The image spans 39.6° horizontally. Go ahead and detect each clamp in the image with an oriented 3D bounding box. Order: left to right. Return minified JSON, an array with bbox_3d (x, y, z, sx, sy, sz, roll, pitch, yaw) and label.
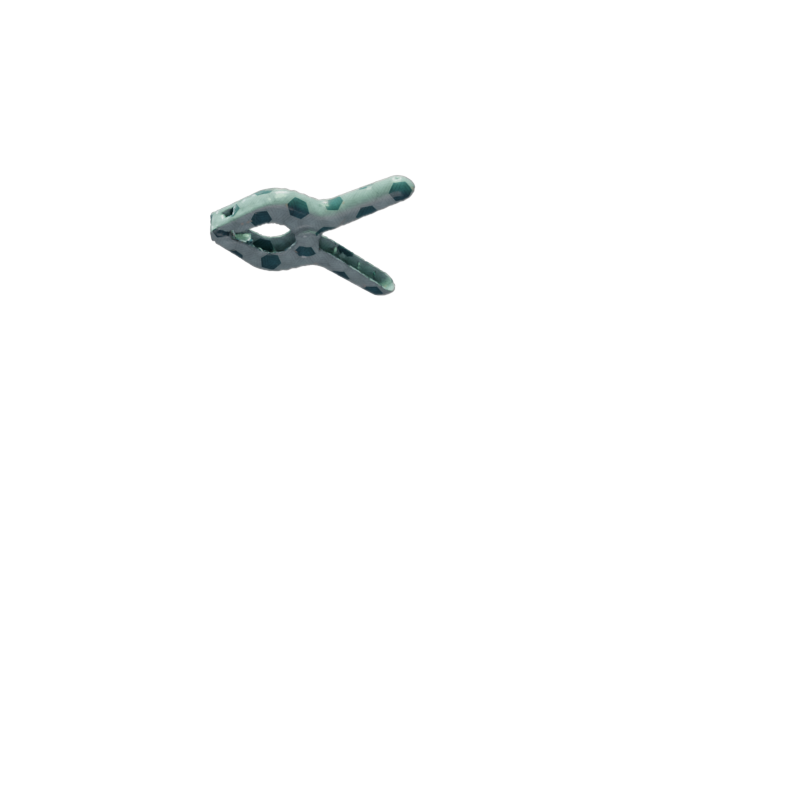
[{"bbox_3d":[-0.074,-0.134,0.940,0.171,0.112,0.042,-1,34,1],"label":"clamp"}]
